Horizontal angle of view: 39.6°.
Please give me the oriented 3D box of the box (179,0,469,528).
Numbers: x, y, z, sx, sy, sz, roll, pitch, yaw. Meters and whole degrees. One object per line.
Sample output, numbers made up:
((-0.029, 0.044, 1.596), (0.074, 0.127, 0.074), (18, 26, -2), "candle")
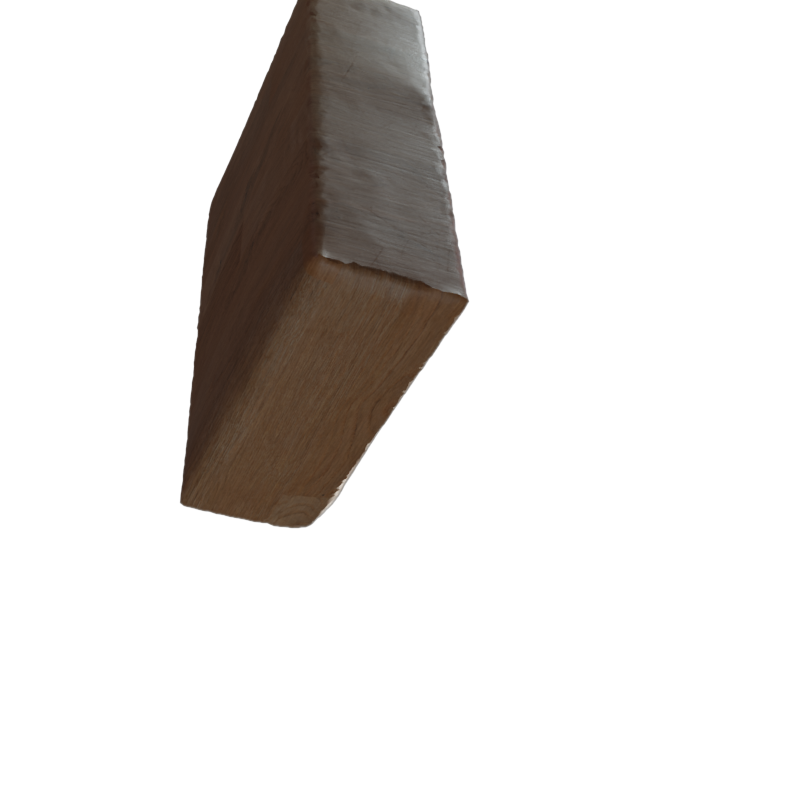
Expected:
((-0.041, -0.075, 0.526), (0.070, 0.230, 0.158), (16, -48, -19), "box")
